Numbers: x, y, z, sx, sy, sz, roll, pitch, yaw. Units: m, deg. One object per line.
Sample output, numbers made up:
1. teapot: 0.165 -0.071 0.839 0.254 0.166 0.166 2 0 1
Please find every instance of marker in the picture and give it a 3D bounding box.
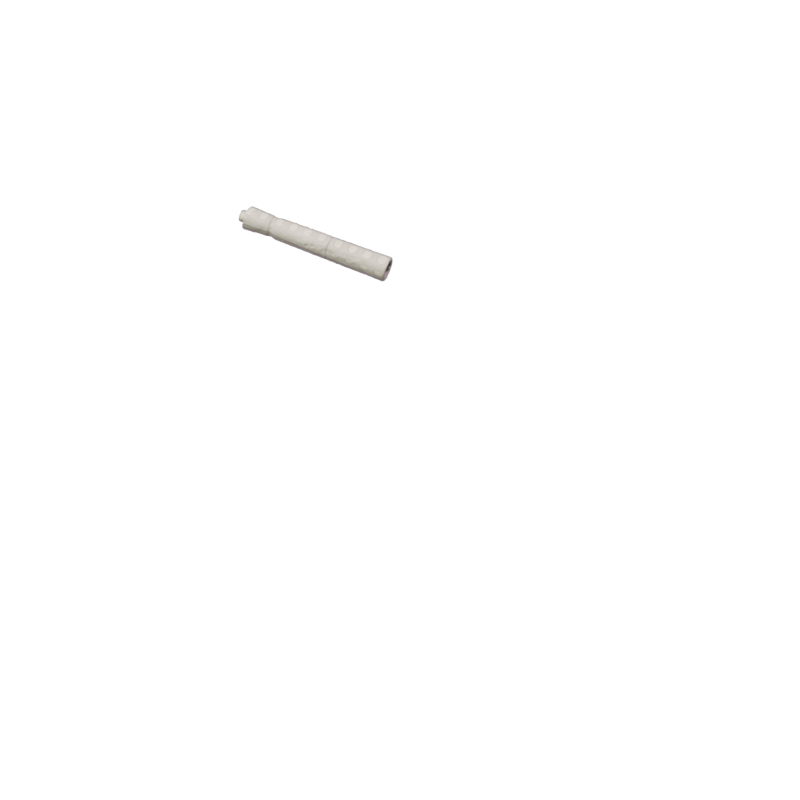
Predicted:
1. marker: -0.065 -0.118 0.824 0.125 0.019 0.019 22 9 15
